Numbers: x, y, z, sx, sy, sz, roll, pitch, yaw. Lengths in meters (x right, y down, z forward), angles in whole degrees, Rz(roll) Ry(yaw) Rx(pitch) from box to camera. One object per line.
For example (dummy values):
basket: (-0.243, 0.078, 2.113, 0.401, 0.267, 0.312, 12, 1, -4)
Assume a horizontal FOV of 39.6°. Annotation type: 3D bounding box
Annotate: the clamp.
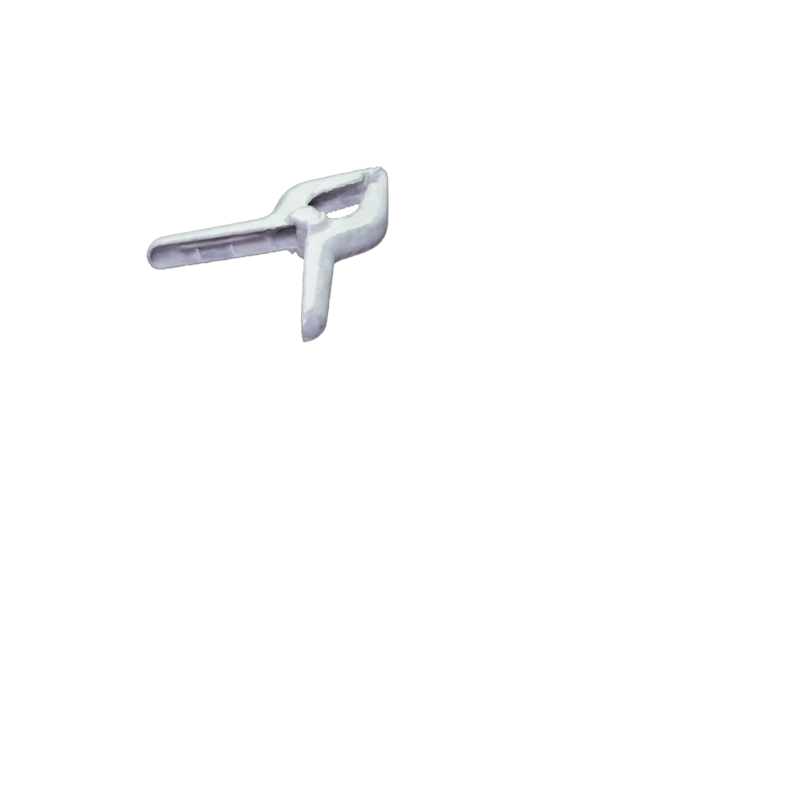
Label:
clamp: (-0.068, -0.123, 0.863, 0.175, 0.034, 0.211, 31, 48, 32)
